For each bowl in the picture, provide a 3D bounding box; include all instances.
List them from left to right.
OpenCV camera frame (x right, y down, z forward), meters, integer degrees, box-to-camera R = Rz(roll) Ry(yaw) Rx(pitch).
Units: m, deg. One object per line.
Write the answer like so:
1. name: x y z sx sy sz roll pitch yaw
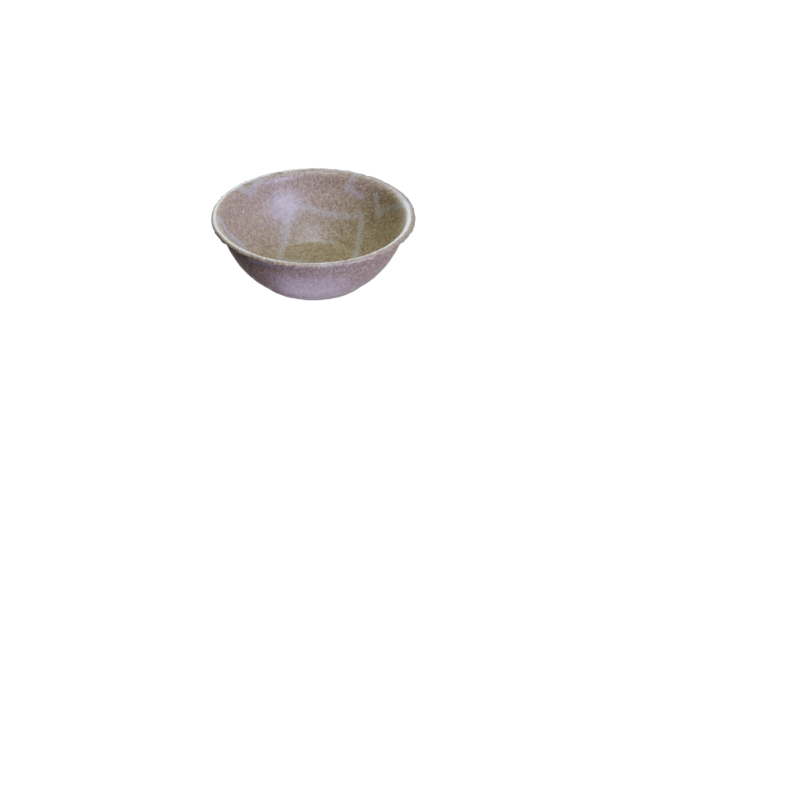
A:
1. bowl: -0.069 -0.127 0.887 0.162 0.052 0.173 -1 36 -2
